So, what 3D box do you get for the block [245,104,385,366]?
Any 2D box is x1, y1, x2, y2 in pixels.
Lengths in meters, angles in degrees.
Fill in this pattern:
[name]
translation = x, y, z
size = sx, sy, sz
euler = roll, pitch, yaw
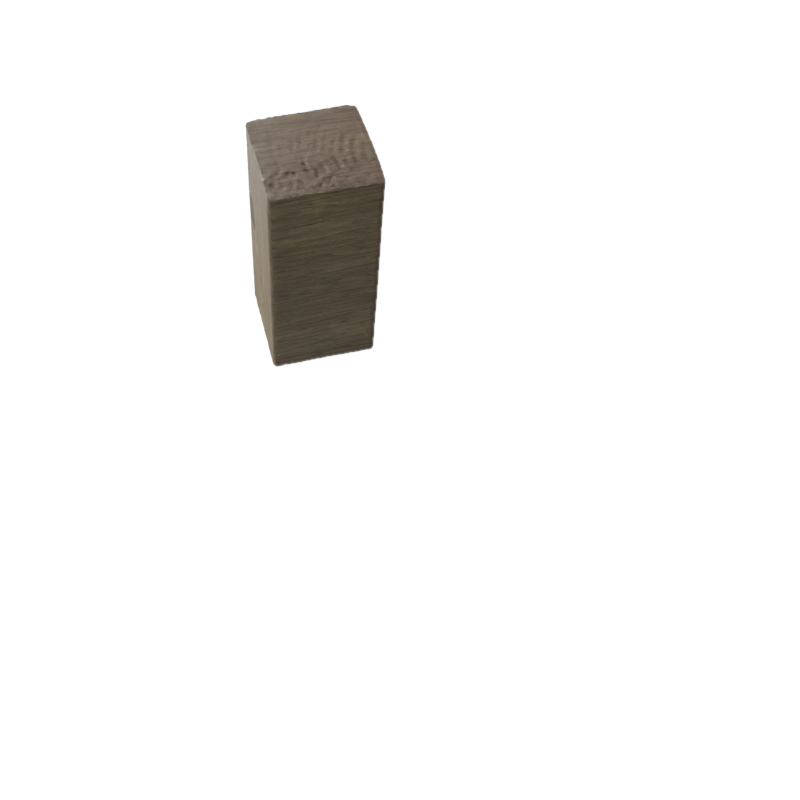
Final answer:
[block]
translation = -0.071, -0.130, 0.905
size = 0.090, 0.097, 0.192
euler = -11, -35, -11
